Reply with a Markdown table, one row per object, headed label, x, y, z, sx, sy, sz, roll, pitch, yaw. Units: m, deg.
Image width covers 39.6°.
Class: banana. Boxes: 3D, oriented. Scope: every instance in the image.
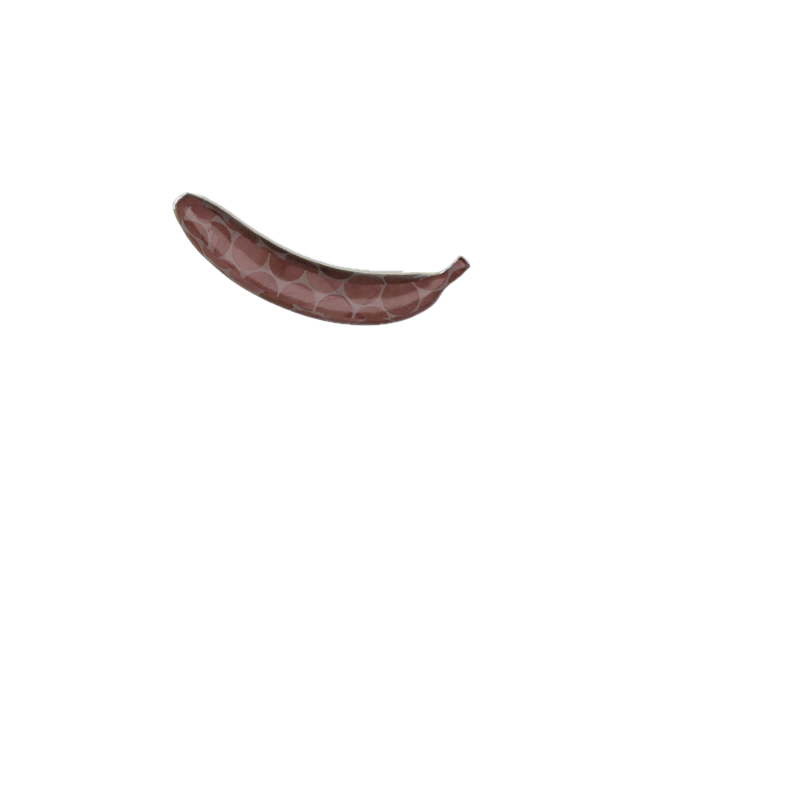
| label | x | y | z | sx | sy | sz | roll | pitch | yaw |
| --- | --- | --- | --- | --- | --- | --- | --- | --- | --- |
| banana | -0.058 | -0.088 | 0.739 | 0.196 | 0.067 | 0.038 | 12 | 21 | -4 |
